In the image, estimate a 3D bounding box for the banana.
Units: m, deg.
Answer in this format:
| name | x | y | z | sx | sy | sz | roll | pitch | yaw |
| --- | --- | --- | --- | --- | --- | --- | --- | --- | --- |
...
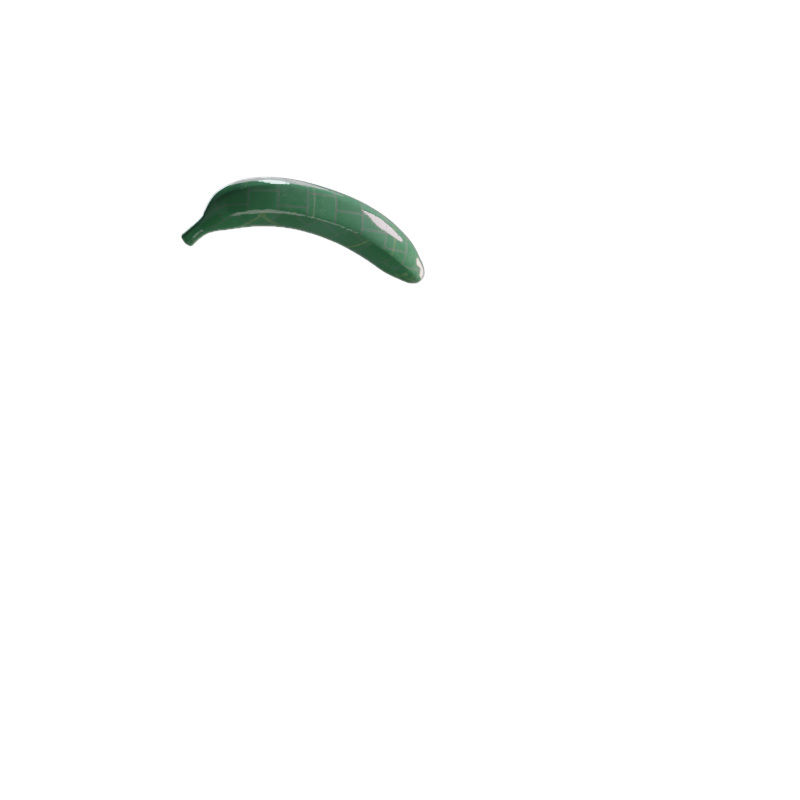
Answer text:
| name | x | y | z | sx | sy | sz | roll | pitch | yaw |
| --- | --- | --- | --- | --- | --- | --- | --- | --- | --- |
| banana | -0.066 | -0.136 | 0.862 | 0.194 | 0.039 | 0.066 | 10 | -41 | -12 |
